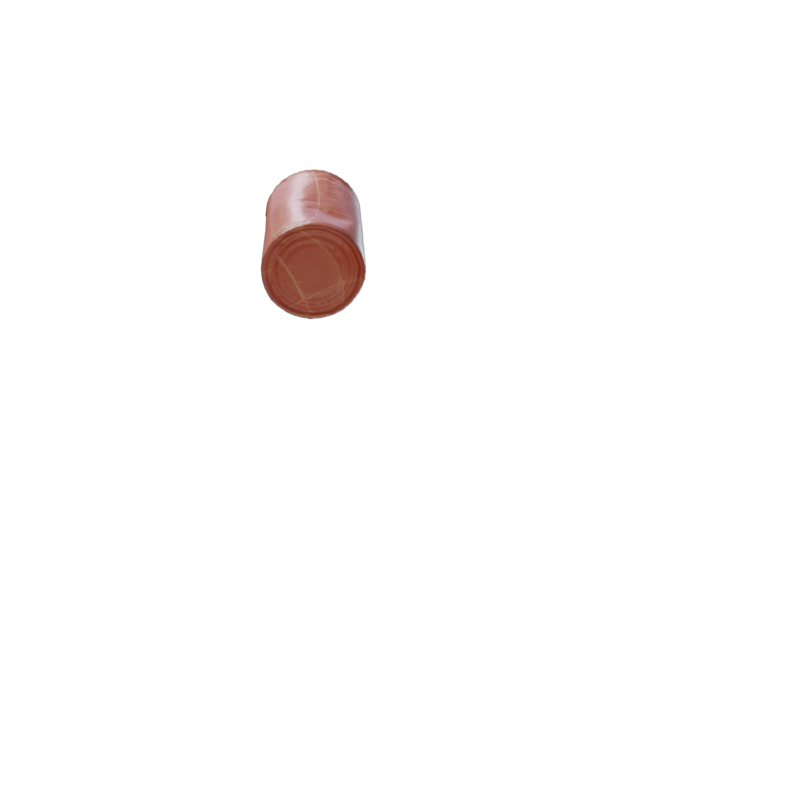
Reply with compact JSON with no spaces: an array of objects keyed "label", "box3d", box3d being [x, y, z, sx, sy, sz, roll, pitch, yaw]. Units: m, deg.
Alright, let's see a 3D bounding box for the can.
[{"label":"can","box3d":[-0.058,-0.106,0.741,0.068,0.065,0.108,0,28,-3]}]
